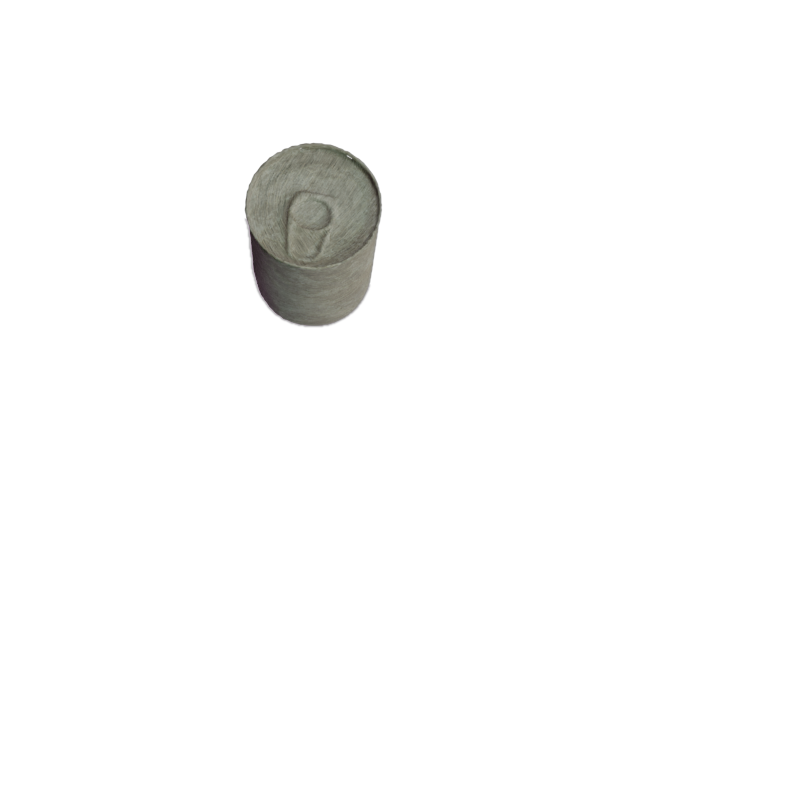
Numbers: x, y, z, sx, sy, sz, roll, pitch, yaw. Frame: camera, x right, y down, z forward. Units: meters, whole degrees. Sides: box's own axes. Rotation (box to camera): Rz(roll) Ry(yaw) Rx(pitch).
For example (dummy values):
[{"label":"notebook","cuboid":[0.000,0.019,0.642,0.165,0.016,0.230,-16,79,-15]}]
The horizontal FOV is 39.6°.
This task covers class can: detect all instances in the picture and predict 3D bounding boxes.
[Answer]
[{"label":"can","cuboid":[-0.047,-0.085,0.594,0.068,0.072,0.098,0,-16,-3]}]
